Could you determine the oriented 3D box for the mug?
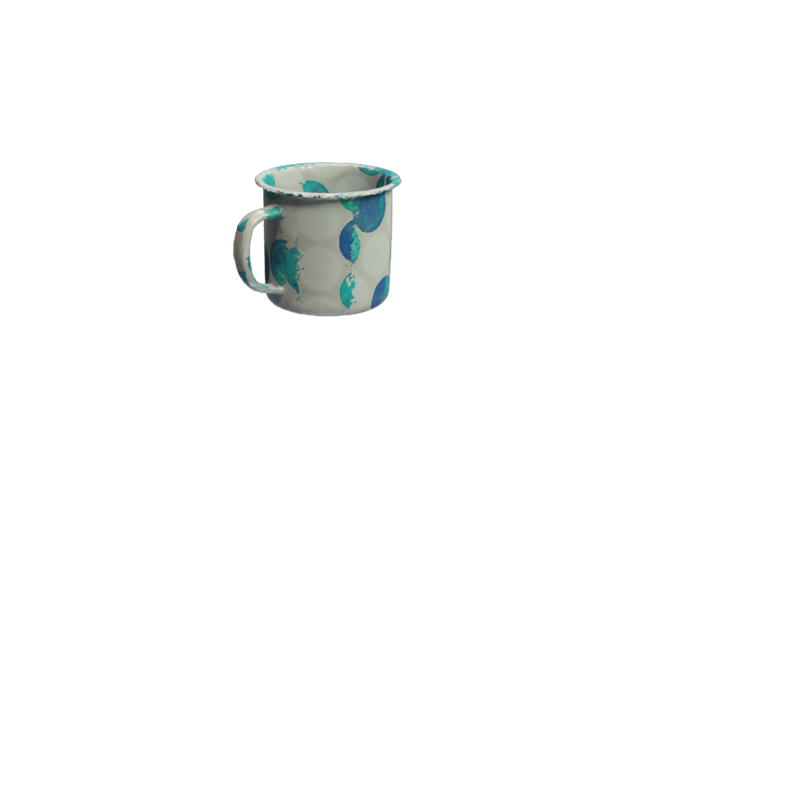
[{"bbox_3d":[-0.055,-0.101,0.707,0.115,0.078,0.099,-18,28,-40],"label":"mug"}]
